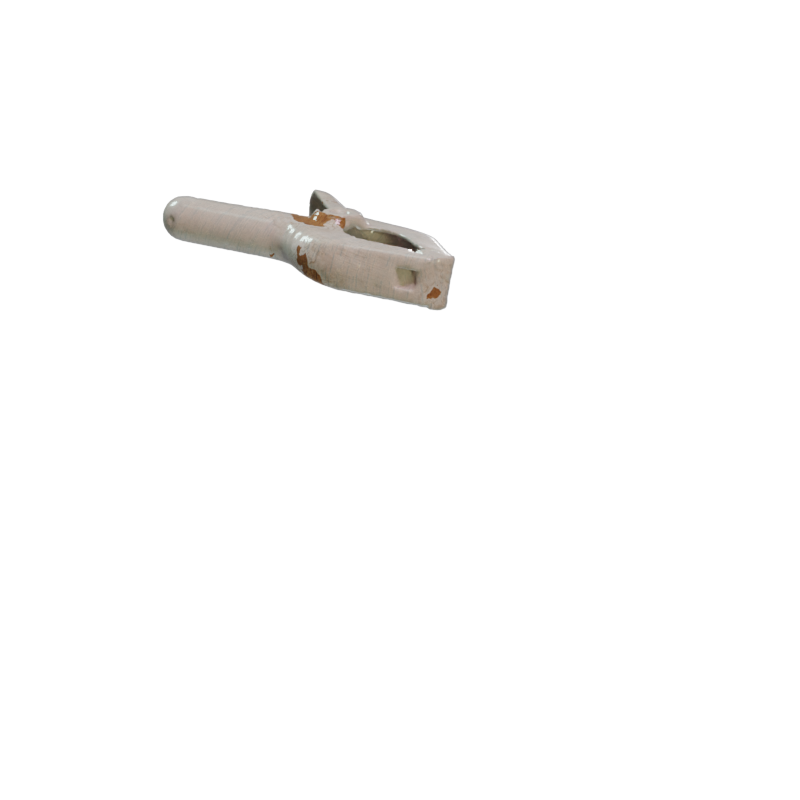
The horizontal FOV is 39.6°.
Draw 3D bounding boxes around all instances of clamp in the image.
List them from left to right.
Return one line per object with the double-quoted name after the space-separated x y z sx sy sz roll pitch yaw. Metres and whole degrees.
-0.047 -0.085 0.595 0.117 0.038 0.182 -13 25 -31 "clamp"
